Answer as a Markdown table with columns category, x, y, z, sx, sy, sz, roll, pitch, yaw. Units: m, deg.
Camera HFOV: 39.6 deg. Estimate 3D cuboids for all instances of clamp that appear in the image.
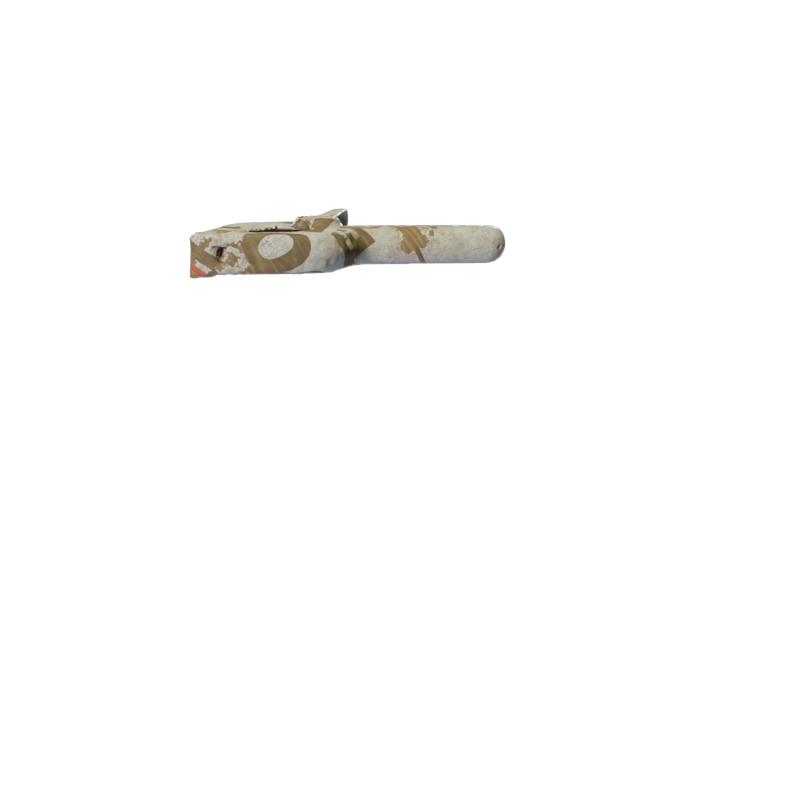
| category | x | y | z | sx | sy | sz | roll | pitch | yaw |
| --- | --- | --- | --- | --- | --- | --- | --- | --- | --- |
| clamp | -0.058 | -0.107 | 0.746 | 0.204 | 0.035 | 0.173 | -11 | 18 | -36 |
